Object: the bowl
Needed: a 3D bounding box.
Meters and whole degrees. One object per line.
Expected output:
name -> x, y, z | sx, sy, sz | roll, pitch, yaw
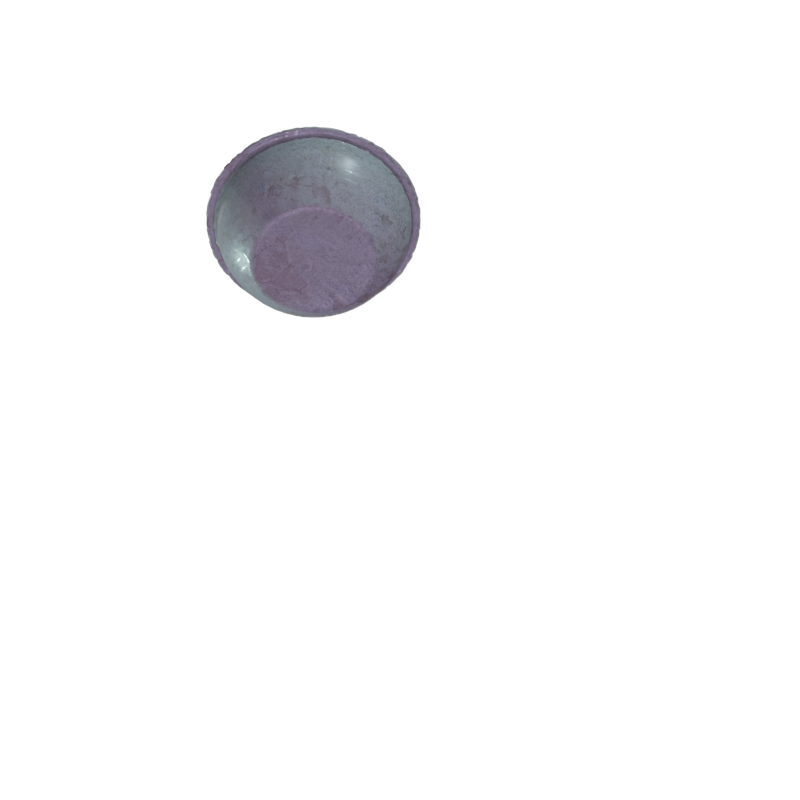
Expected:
bowl -> -0.063, -0.116, 0.811 | 0.162, 0.152, 0.059 | 1, 34, -1
